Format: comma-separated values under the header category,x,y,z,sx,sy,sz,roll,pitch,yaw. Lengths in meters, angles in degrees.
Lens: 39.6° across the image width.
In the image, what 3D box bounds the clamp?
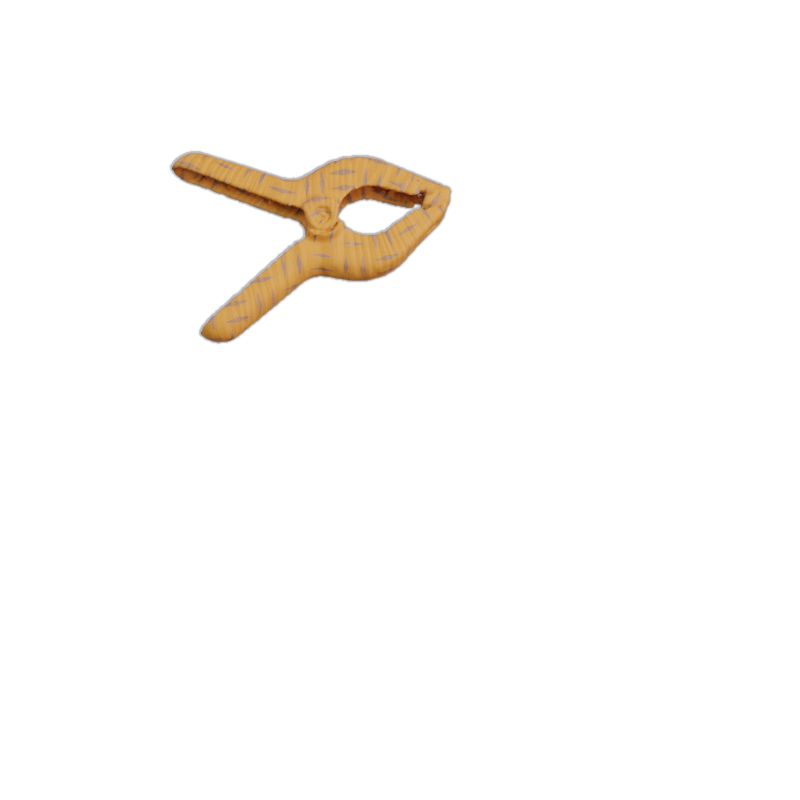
category,x,y,z,sx,sy,sz,roll,pitch,yaw
clamp,-0.053,-0.097,0.677,0.171,0.124,0.038,-3,-11,-1
